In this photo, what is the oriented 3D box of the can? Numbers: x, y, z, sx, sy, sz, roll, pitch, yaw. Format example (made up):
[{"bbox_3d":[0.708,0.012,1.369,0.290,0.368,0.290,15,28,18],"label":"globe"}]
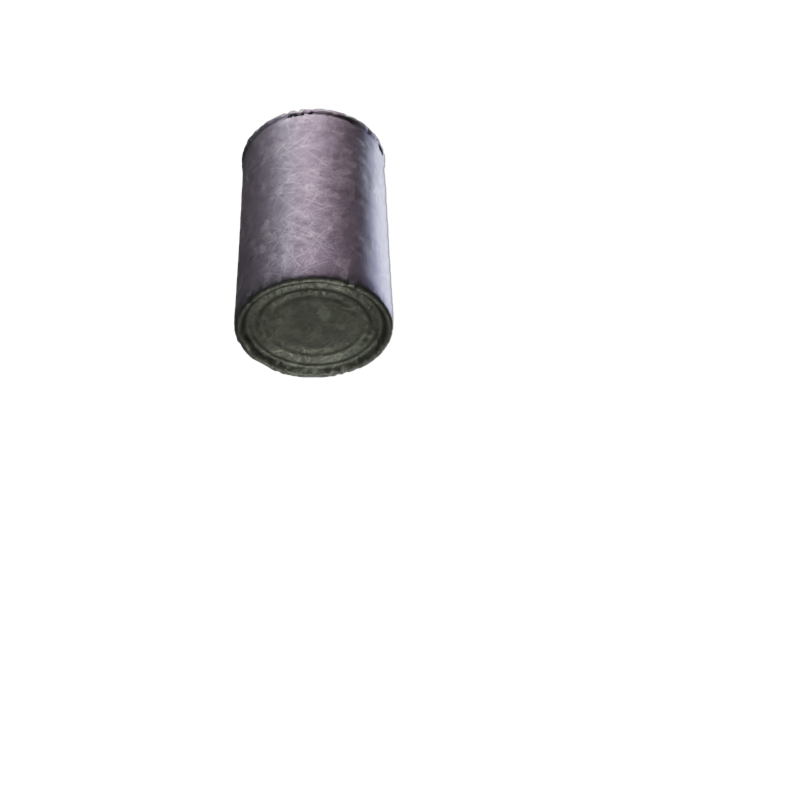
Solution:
[{"bbox_3d":[-0.038,-0.070,0.489,0.068,0.110,0.064,-1,-39,-3],"label":"can"}]
